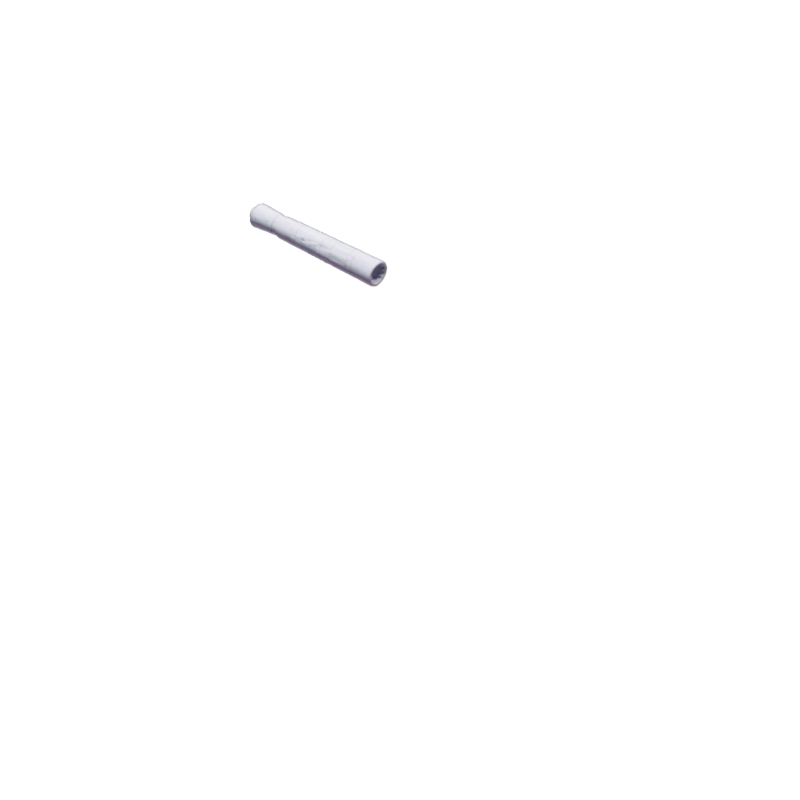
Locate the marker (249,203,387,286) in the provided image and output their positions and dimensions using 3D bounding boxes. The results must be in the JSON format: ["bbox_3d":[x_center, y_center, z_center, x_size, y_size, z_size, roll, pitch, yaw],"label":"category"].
[{"bbox_3d":[-0.061,-0.110,0.774,0.129,0.019,0.019,30,21,34],"label":"marker"}]
